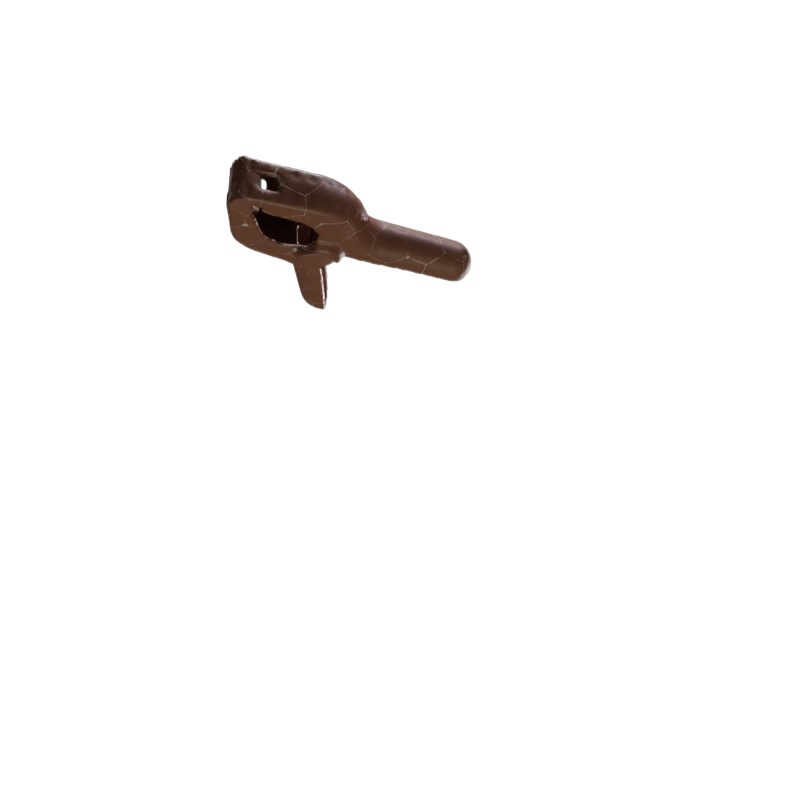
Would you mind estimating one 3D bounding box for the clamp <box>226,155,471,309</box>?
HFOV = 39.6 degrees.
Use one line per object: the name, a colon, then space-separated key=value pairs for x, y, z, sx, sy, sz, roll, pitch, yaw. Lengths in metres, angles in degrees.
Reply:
clamp: x=-0.052 y=-0.095 z=0.666 sx=0.121 sy=0.042 sz=0.160 roll=-21 pitch=-32 yaw=37
